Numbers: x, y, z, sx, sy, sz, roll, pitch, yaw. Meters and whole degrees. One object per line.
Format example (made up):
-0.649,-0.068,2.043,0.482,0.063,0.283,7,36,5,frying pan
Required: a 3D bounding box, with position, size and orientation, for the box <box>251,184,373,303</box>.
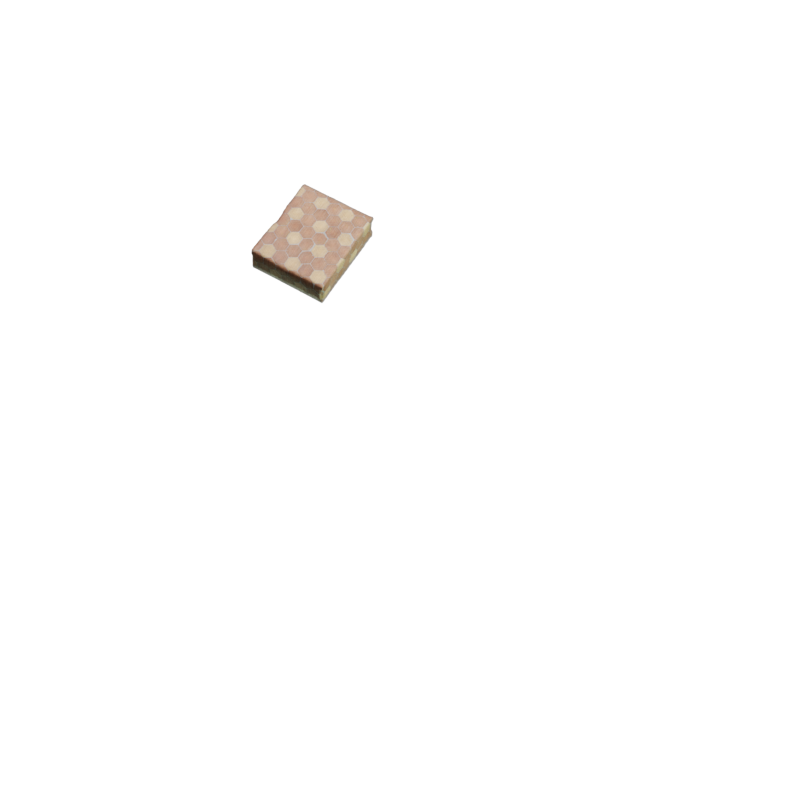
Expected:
-0.076,-0.139,0.971,0.076,0.092,0.028,27,-29,15,box
